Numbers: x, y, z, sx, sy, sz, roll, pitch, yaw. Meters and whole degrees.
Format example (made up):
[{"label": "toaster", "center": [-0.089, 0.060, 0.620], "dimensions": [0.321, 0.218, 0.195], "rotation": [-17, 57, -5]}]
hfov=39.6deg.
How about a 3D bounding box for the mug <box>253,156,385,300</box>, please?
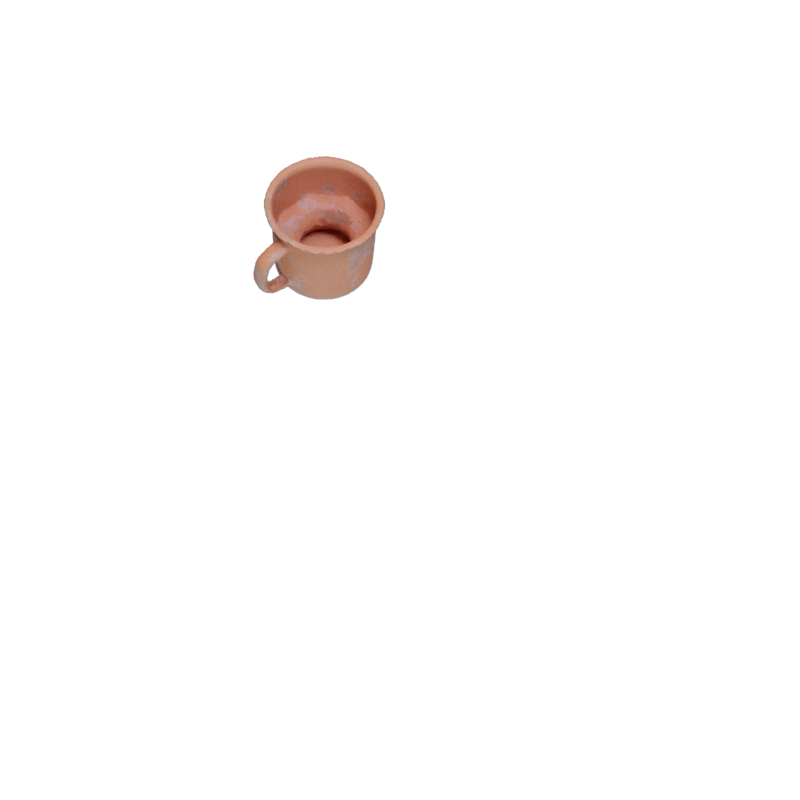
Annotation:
[{"label": "mug", "center": [-0.069, -0.125, 0.879], "dimensions": [0.098, 0.119, 0.076], "rotation": [39, -25, 20]}]
